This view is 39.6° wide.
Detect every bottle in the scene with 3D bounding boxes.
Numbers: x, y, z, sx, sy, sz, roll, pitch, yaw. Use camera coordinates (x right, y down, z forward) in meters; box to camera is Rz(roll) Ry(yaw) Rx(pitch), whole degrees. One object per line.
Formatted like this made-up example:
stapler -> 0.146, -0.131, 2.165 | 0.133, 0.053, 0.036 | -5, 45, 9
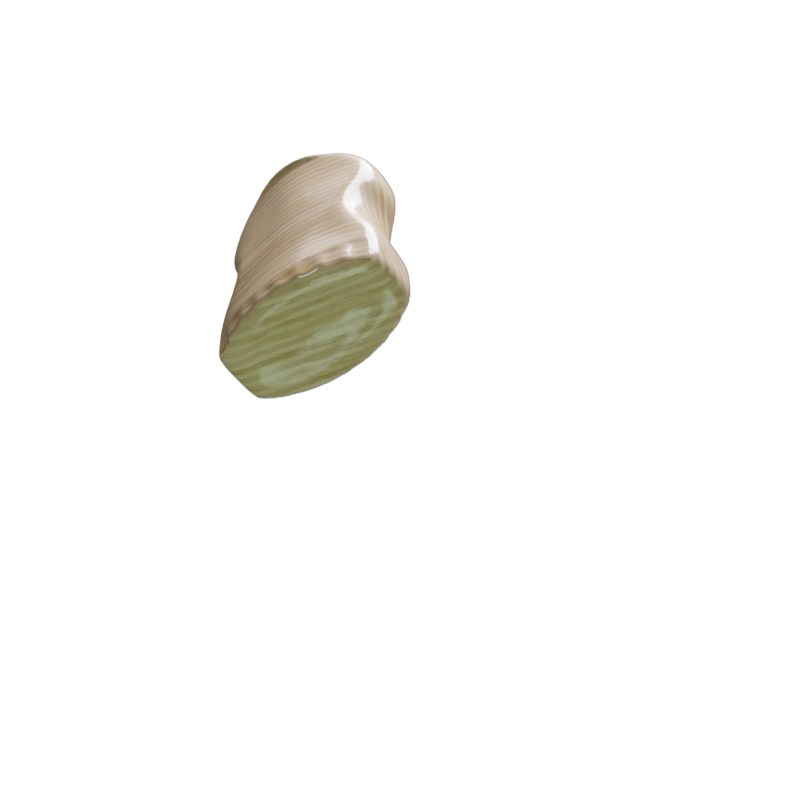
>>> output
bottle -> -0.047, -0.085, 0.600 | 0.095, 0.055, 0.204 | -34, 29, 17
